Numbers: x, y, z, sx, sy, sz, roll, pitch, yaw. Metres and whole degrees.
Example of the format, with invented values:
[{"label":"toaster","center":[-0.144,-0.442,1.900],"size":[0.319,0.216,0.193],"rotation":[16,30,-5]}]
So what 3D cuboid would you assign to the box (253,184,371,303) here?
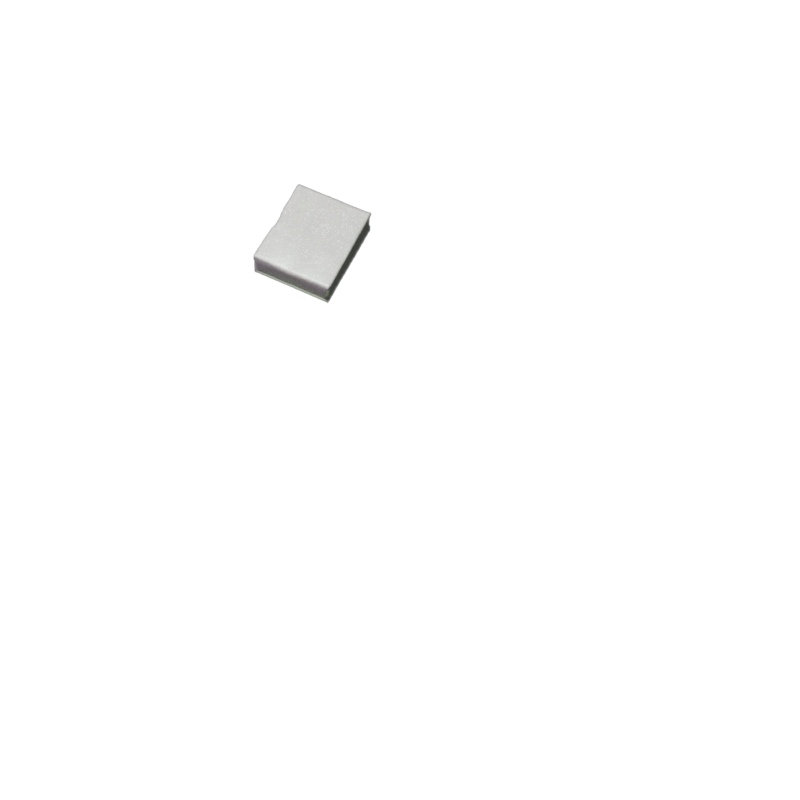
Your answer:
[{"label":"box","center":[-0.076,-0.138,0.969],"size":[0.075,0.092,0.028],"rotation":[22,-28,12]}]
